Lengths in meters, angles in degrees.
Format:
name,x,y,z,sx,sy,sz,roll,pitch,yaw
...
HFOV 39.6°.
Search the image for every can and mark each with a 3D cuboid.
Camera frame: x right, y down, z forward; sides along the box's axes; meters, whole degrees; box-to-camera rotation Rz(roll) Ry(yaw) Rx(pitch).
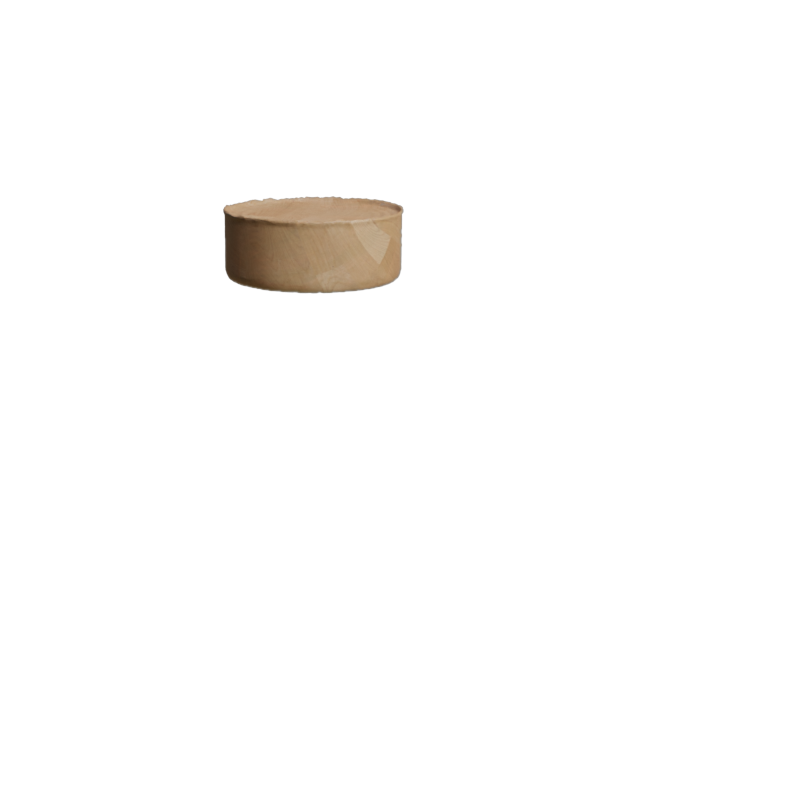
name,x,y,z,sx,sy,sz,roll,pitch,yaw
can,-0.041,-0.076,0.529,0.086,0.033,0.089,0,16,-2
